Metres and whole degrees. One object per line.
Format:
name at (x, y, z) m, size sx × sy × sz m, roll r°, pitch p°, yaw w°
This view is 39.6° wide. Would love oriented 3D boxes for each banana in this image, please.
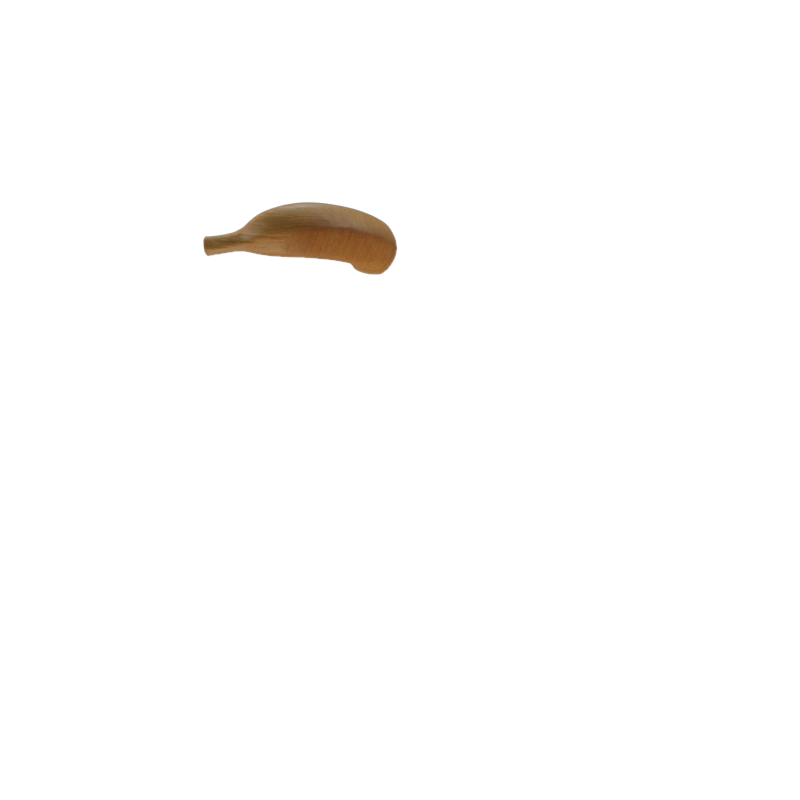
banana at (-0.045, -0.108, 0.743) m, size 0.072 × 0.037 × 0.190 m, roll -1°, pitch 0°, yaw 32°
